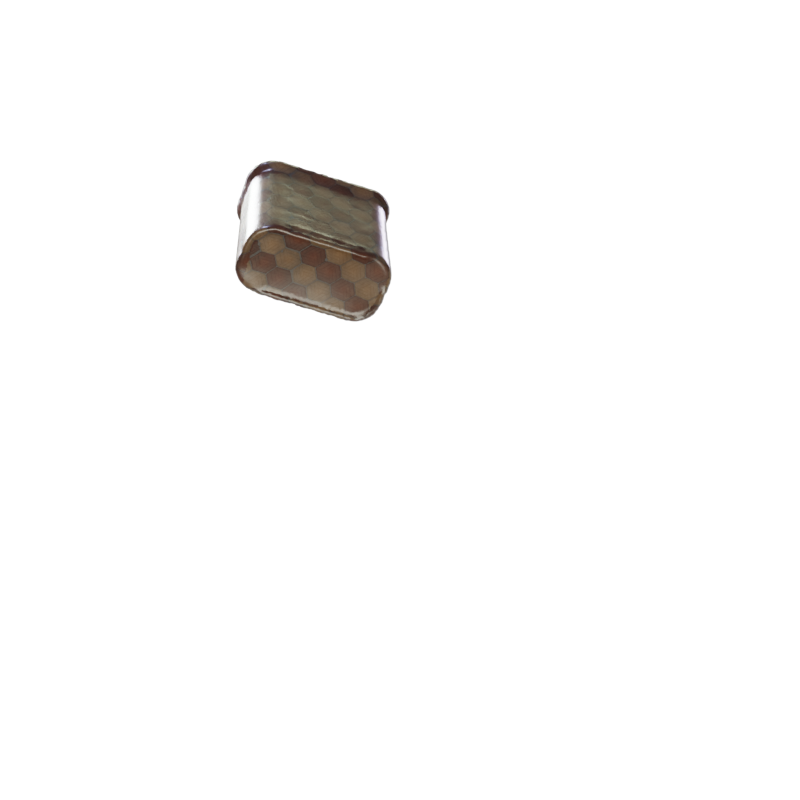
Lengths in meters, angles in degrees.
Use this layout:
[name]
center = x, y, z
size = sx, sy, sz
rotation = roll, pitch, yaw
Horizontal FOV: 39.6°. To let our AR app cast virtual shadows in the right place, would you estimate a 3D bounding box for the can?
[can]
center = -0.057, -0.104, 0.726
size = 0.100, 0.055, 0.089
rotation = 15, 34, -12
